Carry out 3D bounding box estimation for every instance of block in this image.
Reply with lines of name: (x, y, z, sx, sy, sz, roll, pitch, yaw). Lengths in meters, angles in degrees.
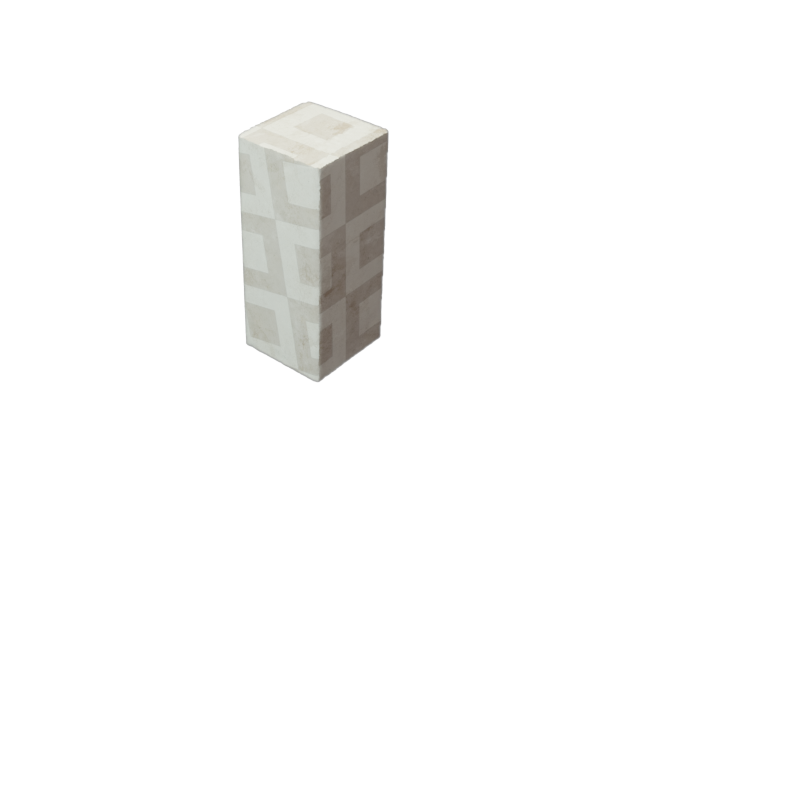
block: (-0.074, -0.134, 0.939, 0.096, 0.193, 0.091, 26, 41, 29)
